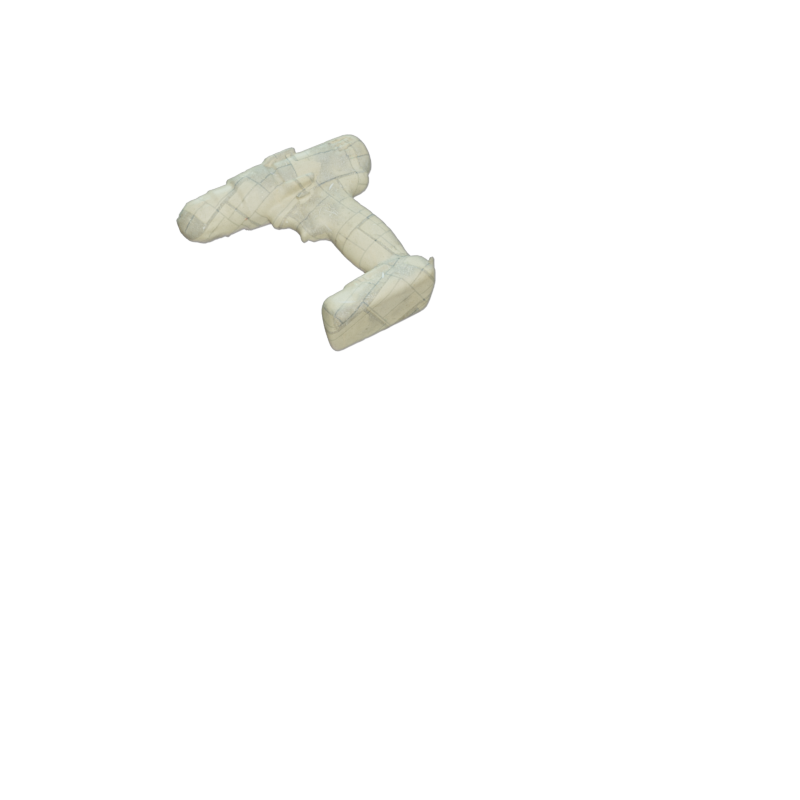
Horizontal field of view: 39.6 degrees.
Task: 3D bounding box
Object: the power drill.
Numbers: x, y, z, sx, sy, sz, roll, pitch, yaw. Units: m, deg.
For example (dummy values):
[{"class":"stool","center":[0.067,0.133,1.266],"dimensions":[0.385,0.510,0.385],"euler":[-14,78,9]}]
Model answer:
[{"class":"power drill","center":[-0.073,-0.134,0.938],"dimensions":[0.184,0.201,0.054],"euler":[-27,-29,-17]}]
